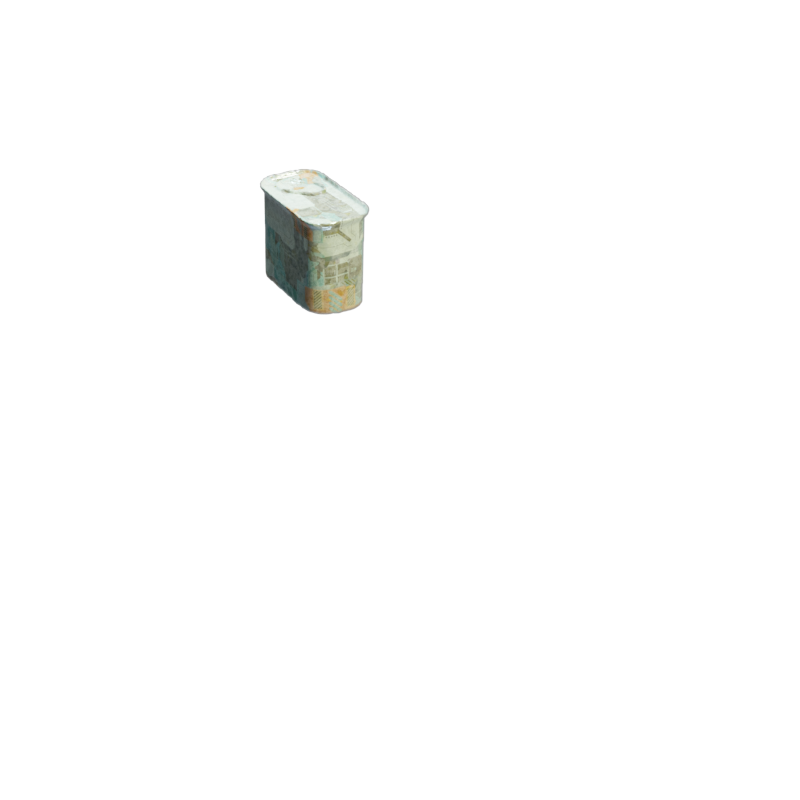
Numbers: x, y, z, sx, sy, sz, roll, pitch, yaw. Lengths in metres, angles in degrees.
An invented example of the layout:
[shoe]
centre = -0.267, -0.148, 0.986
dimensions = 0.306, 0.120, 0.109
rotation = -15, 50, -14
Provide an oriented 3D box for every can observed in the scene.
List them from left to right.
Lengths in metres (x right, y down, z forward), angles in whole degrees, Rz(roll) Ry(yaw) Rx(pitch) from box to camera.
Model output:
[can]
centre = -0.070, -0.127, 0.889
dimensions = 0.057, 0.079, 0.110
rotation = -16, 36, -27
